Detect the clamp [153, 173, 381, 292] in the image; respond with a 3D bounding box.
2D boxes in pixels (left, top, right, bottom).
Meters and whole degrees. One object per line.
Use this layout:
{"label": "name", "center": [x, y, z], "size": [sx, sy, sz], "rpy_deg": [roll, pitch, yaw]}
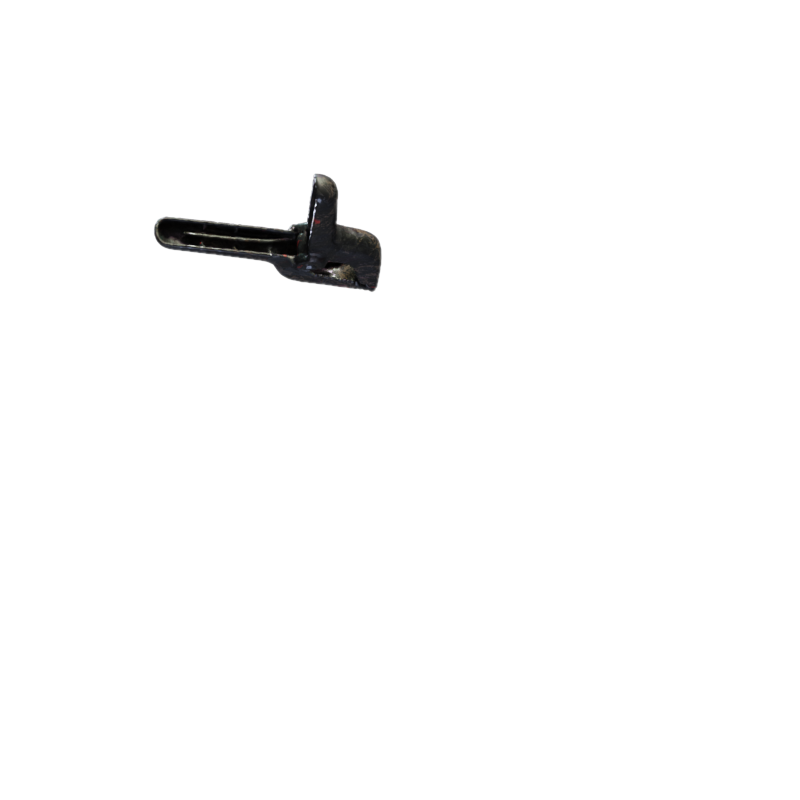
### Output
{"label": "clamp", "center": [-0.070, -0.129, 0.900], "size": [0.168, 0.038, 0.198], "rpy_deg": [-10, -16, 37]}
